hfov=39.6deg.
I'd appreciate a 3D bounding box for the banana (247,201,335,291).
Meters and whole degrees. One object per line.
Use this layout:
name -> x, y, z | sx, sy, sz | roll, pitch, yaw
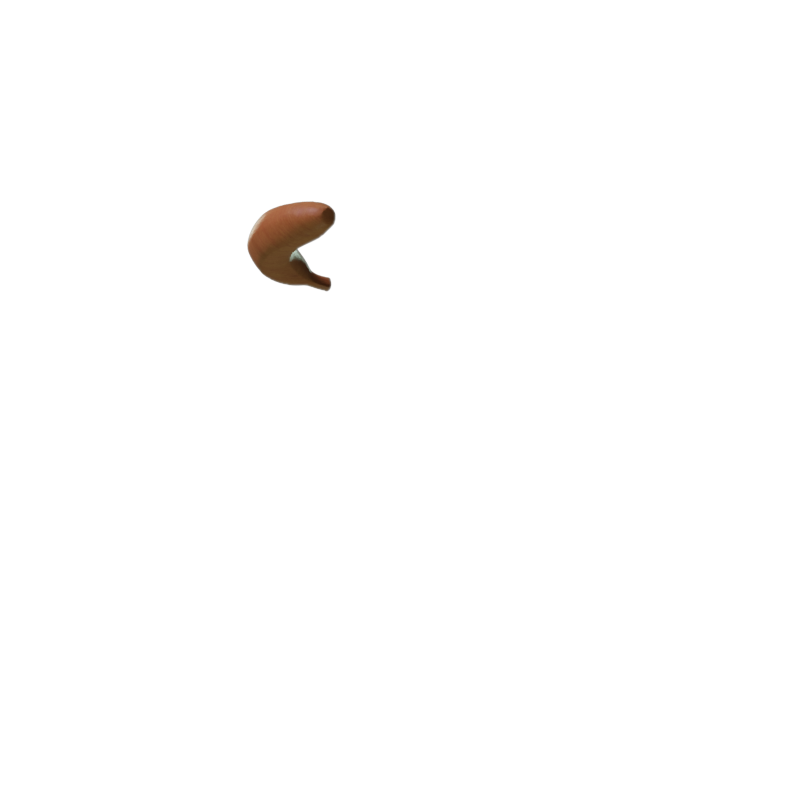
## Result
banana -> -0.087, -0.125, 0.882 | 0.069, 0.038, 0.193 | 0, -8, -4
